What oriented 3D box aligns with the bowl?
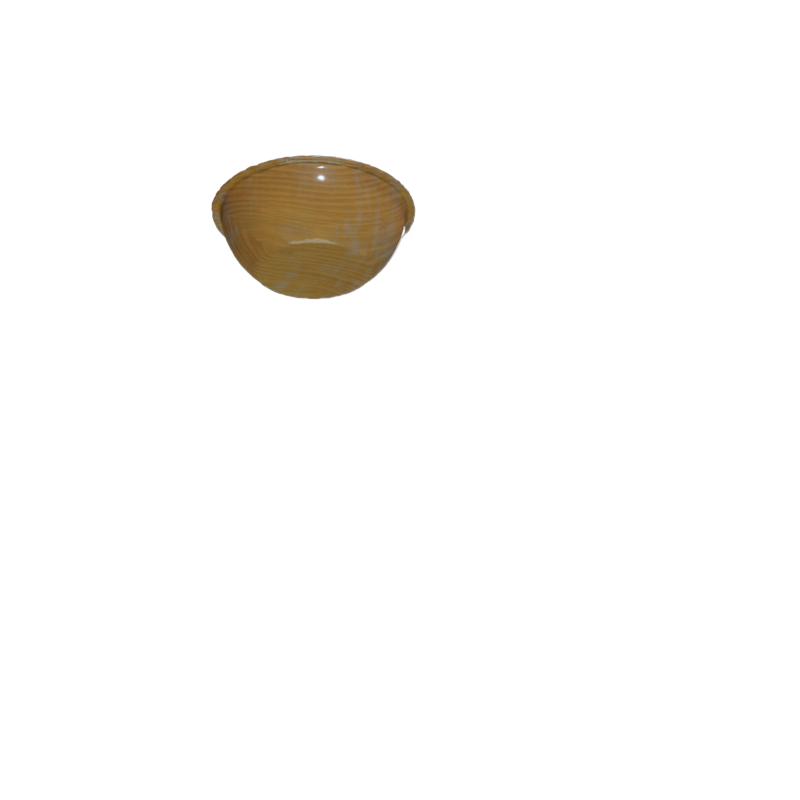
[{"bbox_3d":[-0.068,-0.124,0.865,0.162,0.058,0.153,1,-25,-2],"label":"bowl"}]
